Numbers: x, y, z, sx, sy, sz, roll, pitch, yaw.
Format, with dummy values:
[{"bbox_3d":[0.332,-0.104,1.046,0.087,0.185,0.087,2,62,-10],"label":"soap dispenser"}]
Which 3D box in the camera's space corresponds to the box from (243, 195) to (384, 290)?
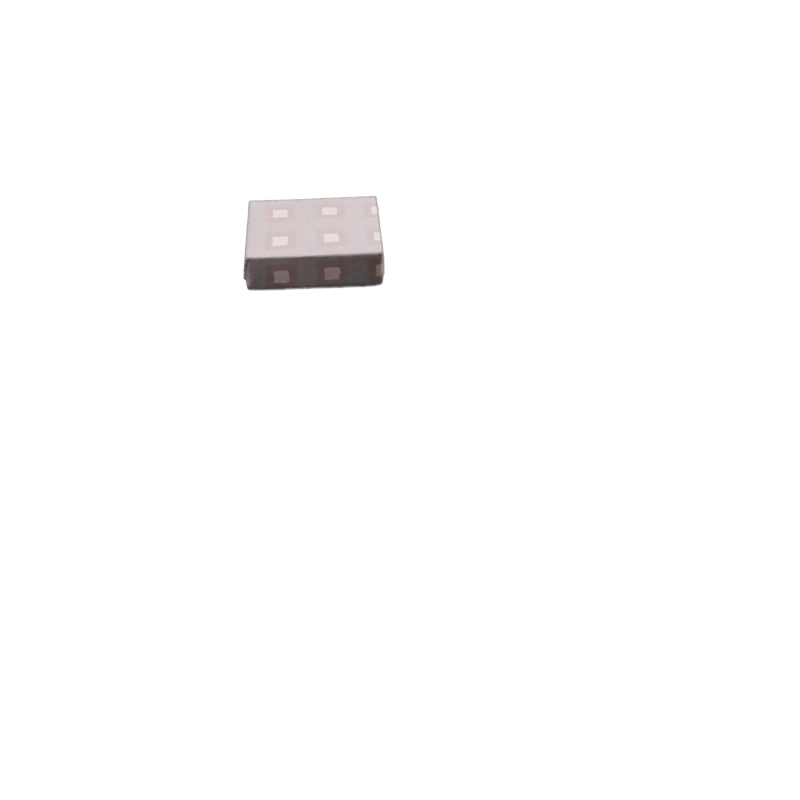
[{"bbox_3d":[-0.072,-0.131,0.917,0.113,0.036,0.096,-1,38,-2],"label":"box"}]
